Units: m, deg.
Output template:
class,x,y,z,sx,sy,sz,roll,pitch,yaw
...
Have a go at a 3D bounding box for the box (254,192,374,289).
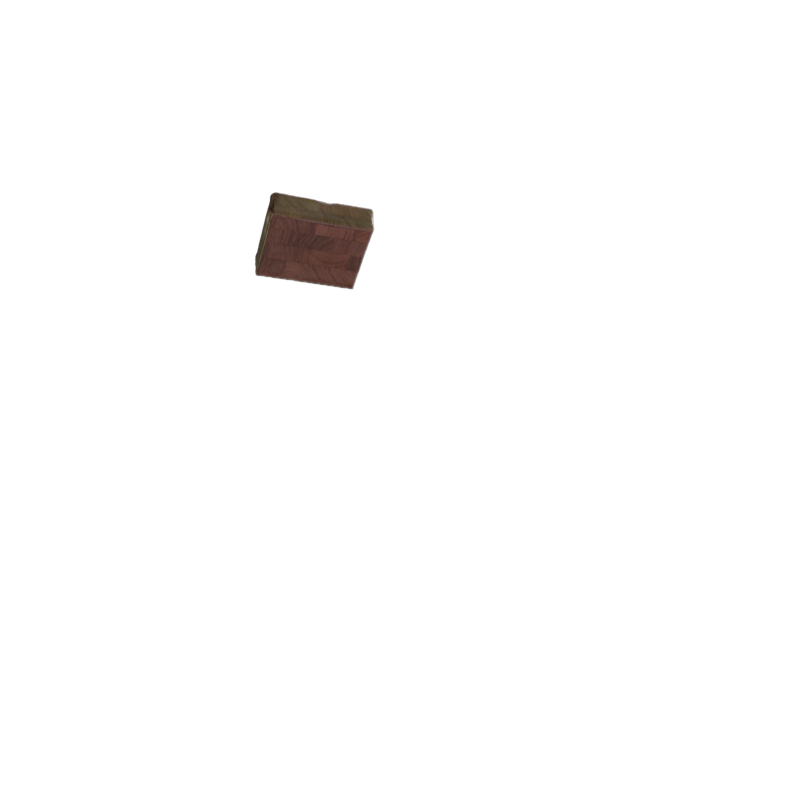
class,x,y,z,sx,sy,sz,roll,pitch,yaw
box,-0.074,-0.134,0.939,0.088,0.032,0.069,9,-45,-10
